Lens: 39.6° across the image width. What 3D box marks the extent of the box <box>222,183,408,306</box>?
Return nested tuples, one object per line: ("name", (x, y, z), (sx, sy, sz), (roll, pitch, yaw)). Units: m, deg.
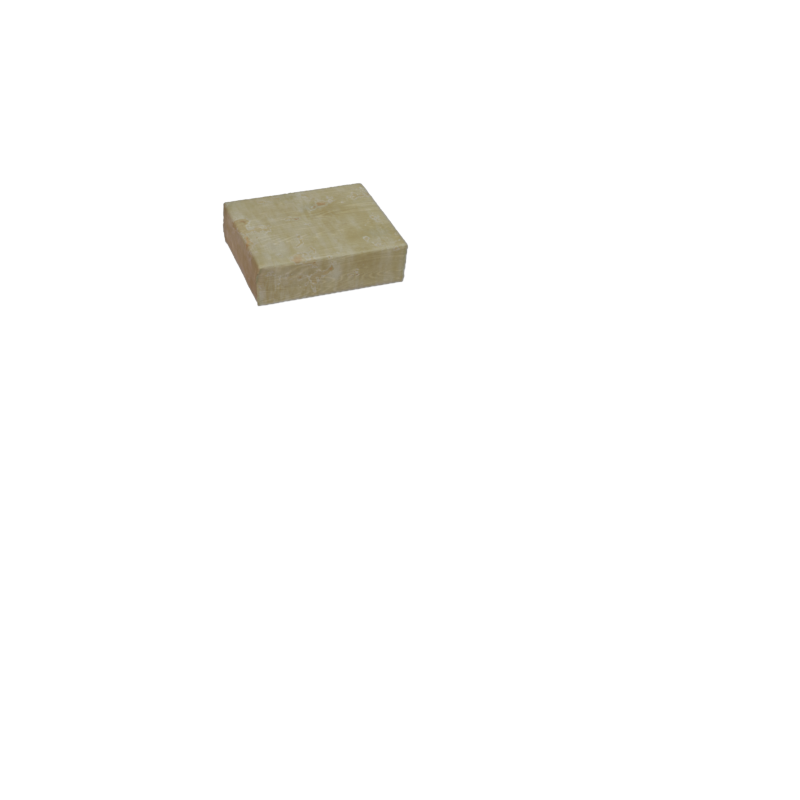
("box", (-0.063, -0.115, 0.802), (0.112, 0.036, 0.097), (-13, 40, -17))
